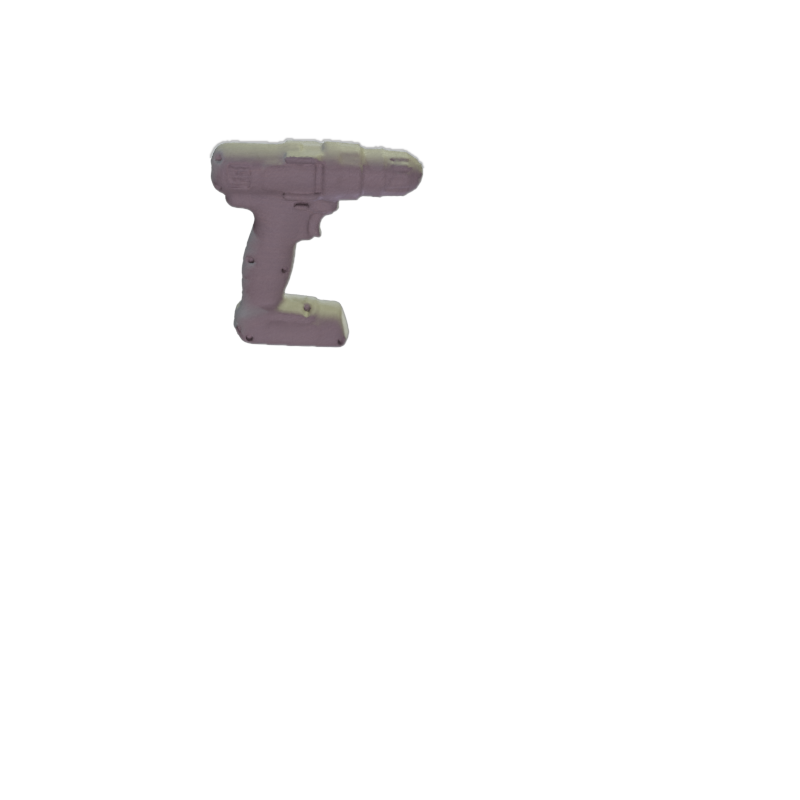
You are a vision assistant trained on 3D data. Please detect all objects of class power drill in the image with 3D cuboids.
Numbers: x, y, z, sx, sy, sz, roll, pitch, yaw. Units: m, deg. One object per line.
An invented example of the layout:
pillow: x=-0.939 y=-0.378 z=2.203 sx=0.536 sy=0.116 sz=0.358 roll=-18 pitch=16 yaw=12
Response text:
power drill: x=-0.077 y=-0.141 z=0.989 sx=0.184 sy=0.179 sz=0.060 roll=3 pitch=23 yaw=-2
